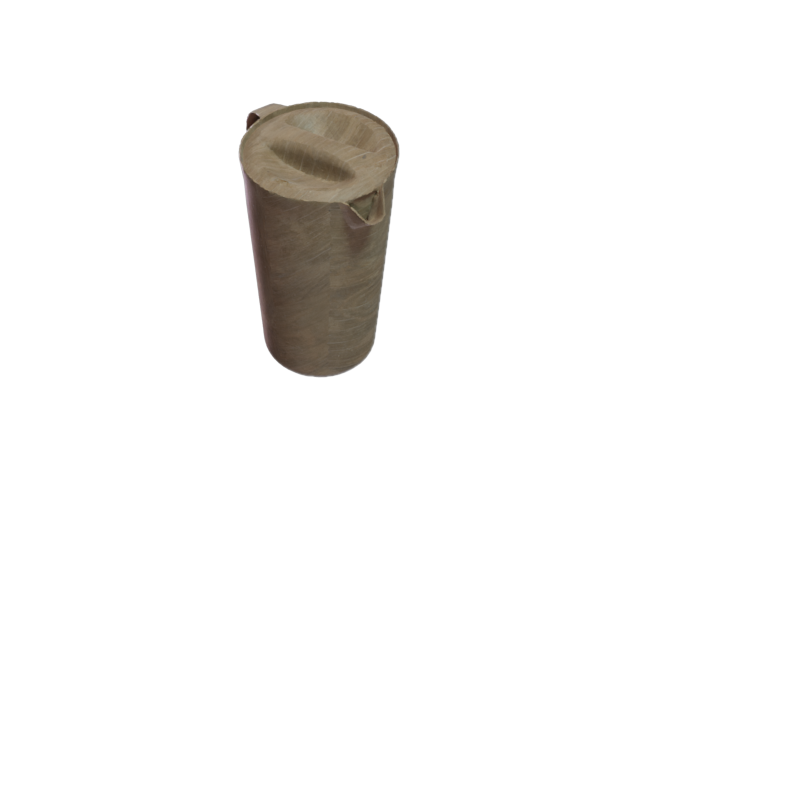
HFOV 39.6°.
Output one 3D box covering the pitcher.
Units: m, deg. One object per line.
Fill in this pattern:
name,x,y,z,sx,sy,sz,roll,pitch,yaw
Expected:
pitcher,-0.078,-0.142,0.998,0.146,0.158,0.226,8,-43,4
